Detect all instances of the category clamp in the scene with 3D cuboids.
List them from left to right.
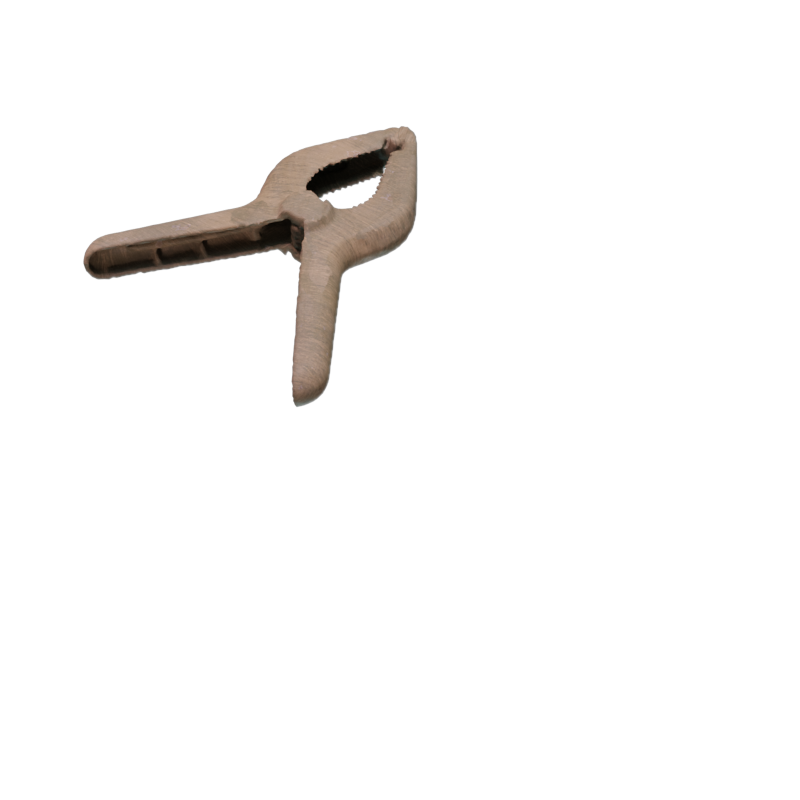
[{"bbox_3d":[-0.049,-0.090,0.629,0.175,0.034,0.211,35,56,29],"label":"clamp"}]
